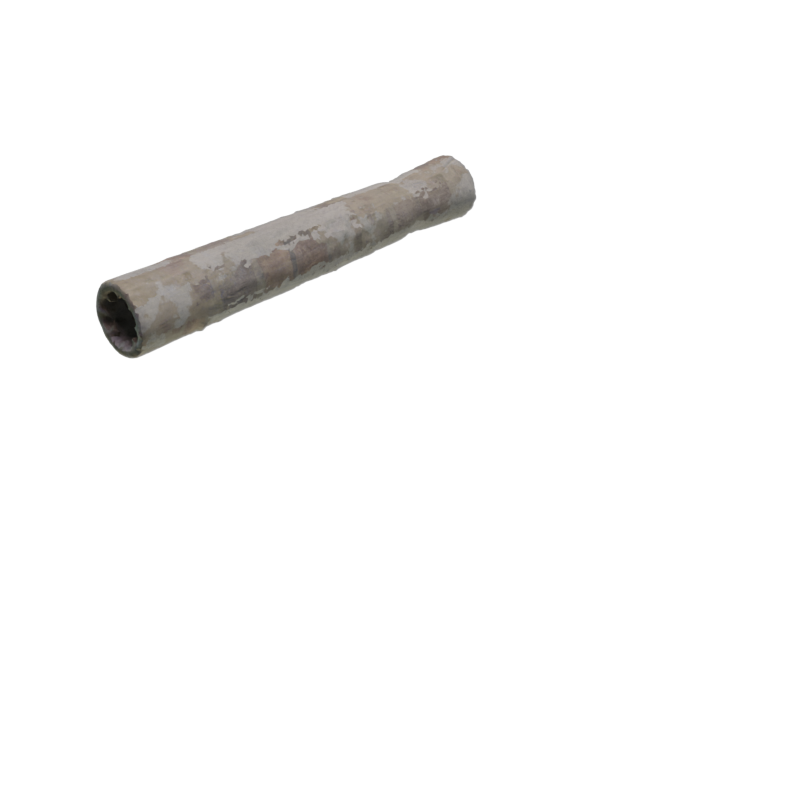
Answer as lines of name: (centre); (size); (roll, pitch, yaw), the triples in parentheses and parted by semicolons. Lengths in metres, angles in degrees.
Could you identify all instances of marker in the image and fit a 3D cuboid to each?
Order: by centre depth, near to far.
marker: (-0.022, -0.041, 0.286); (0.021, 0.019, 0.120); (4, 25, 46)
